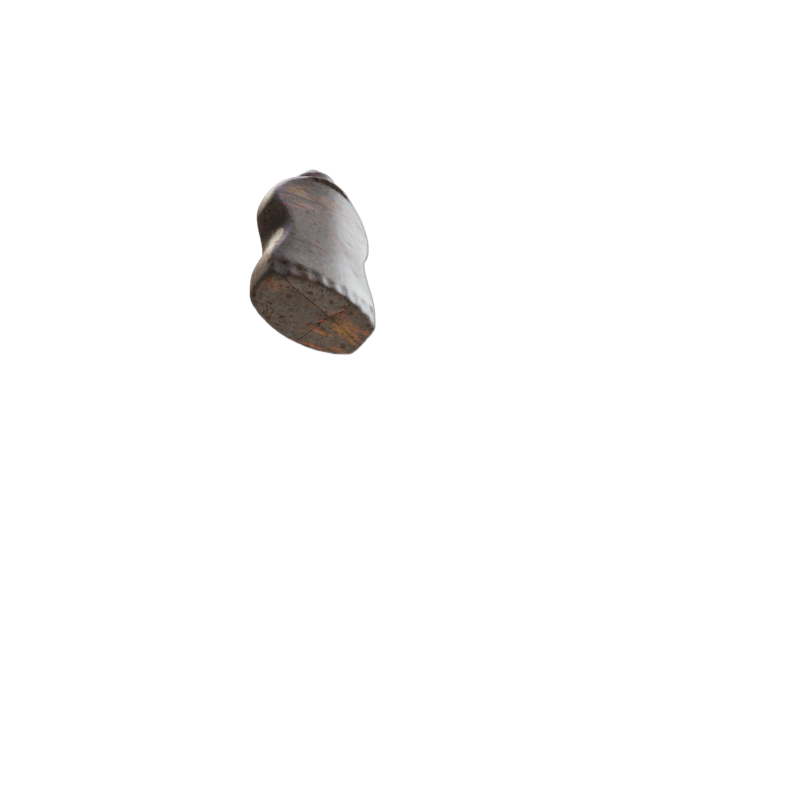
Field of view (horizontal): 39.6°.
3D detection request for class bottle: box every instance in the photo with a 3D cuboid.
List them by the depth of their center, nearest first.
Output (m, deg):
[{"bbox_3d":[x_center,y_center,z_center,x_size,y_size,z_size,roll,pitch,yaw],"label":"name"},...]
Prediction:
[{"bbox_3d":[-0.069,-0.125,0.879,0.092,0.057,0.206,25,35,-23],"label":"bottle"}]
